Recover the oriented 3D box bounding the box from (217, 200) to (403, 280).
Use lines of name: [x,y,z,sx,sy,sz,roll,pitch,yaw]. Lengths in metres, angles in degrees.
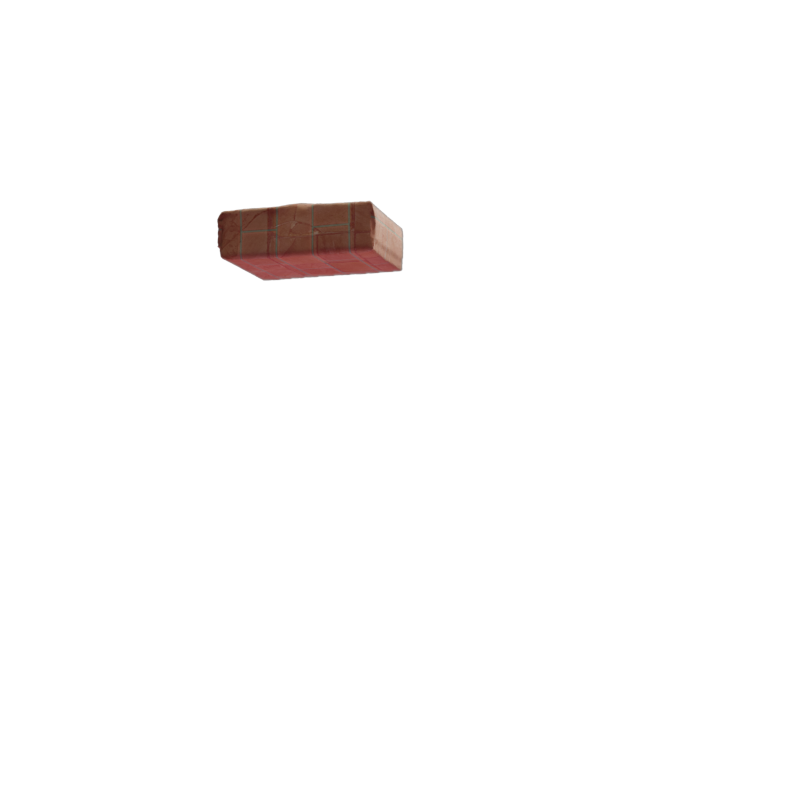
box: [-0.049,-0.089,0.626,0.091,0.031,0.070,-1,-5,15]
